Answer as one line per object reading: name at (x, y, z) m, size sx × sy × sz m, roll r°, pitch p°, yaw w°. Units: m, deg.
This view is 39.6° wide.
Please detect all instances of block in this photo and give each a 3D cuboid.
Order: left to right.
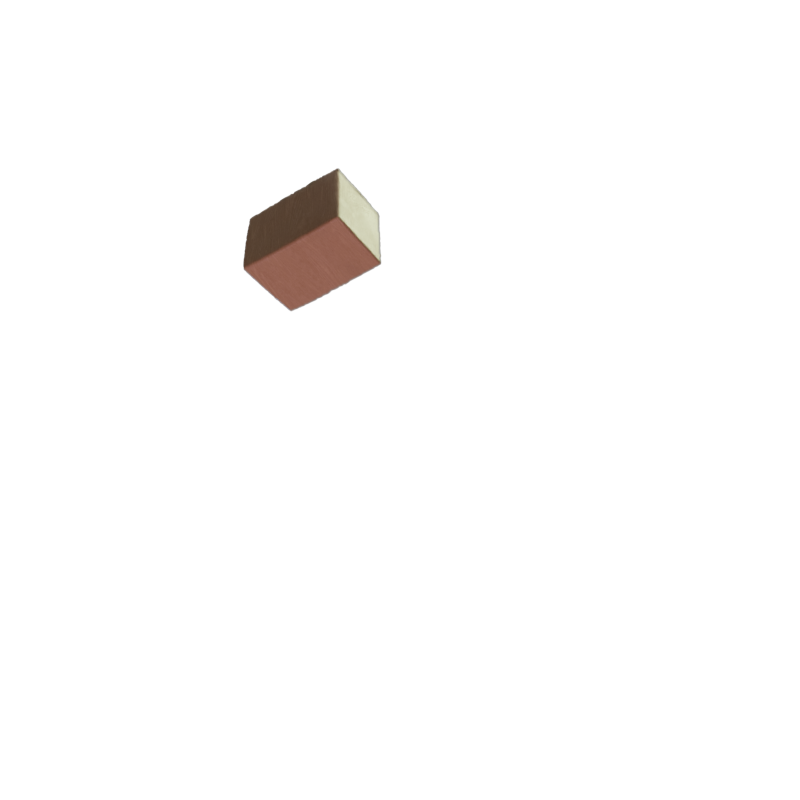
block at (-0.058, -0.106, 0.744) m, size 0.078 × 0.055 × 0.049 m, roll -26°, pitch -49°, yaw 22°
